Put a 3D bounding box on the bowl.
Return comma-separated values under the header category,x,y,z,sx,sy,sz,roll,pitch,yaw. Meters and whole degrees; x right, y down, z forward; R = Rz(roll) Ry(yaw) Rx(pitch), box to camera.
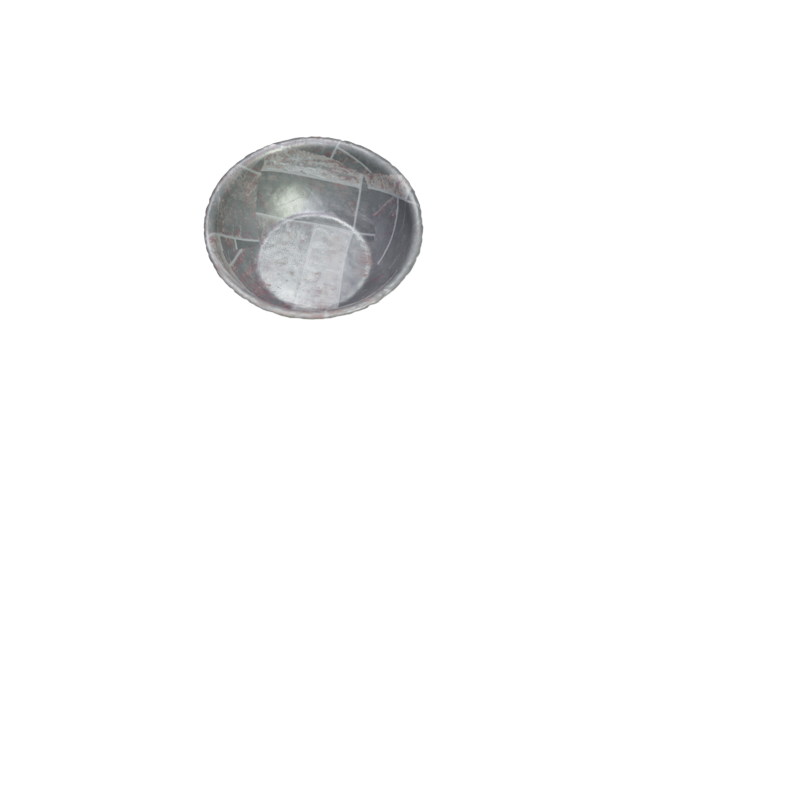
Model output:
category,x,y,z,sx,sy,sz,roll,pitch,yaw
bowl,-0.065,-0.119,0.833,0.162,0.173,0.052,-1,-31,-1
